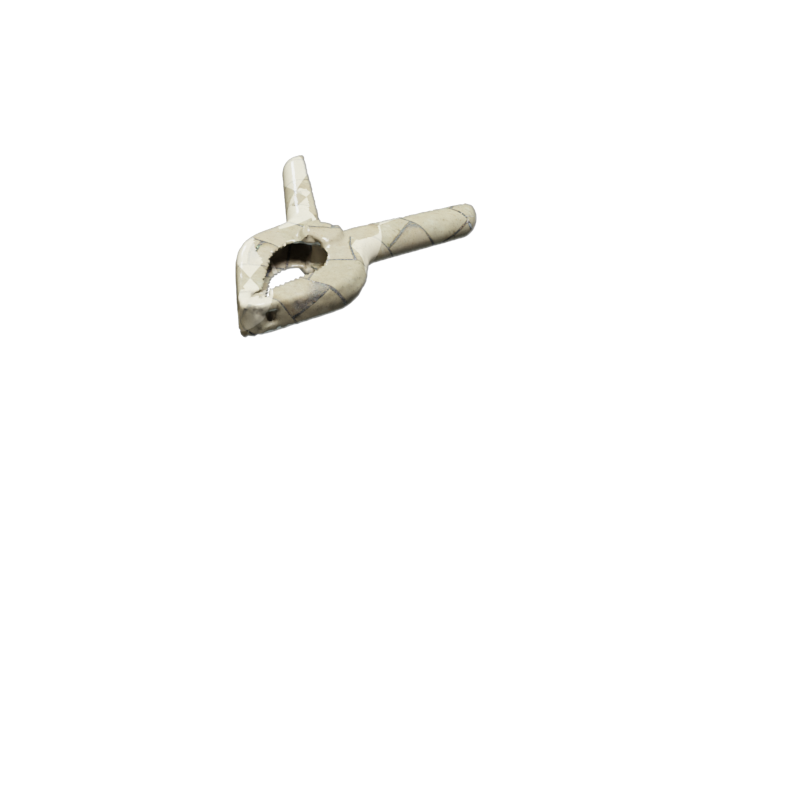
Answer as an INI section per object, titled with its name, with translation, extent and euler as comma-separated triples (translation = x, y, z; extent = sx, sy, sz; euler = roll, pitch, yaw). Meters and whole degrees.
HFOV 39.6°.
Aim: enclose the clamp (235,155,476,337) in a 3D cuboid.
[clamp]
translation = -0.064, -0.116, 0.811
extent = 0.173, 0.034, 0.213
euler = 23, 44, 26
